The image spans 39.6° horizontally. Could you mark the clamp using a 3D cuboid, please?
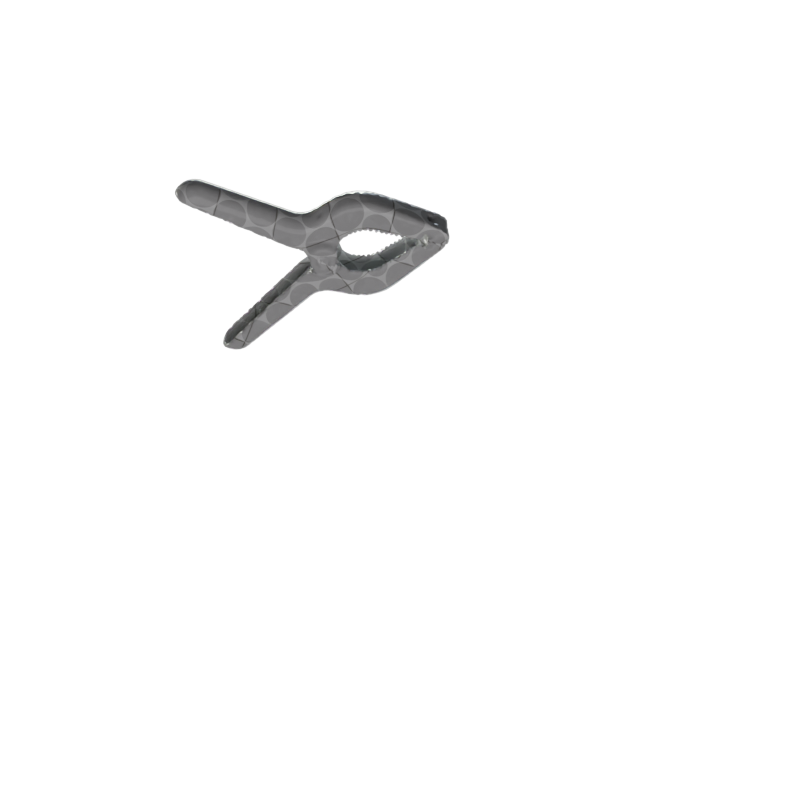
[{"bbox_3d":[-0.069,-0.126,0.882,0.211,0.152,0.039,-14,37,10],"label":"clamp"}]
